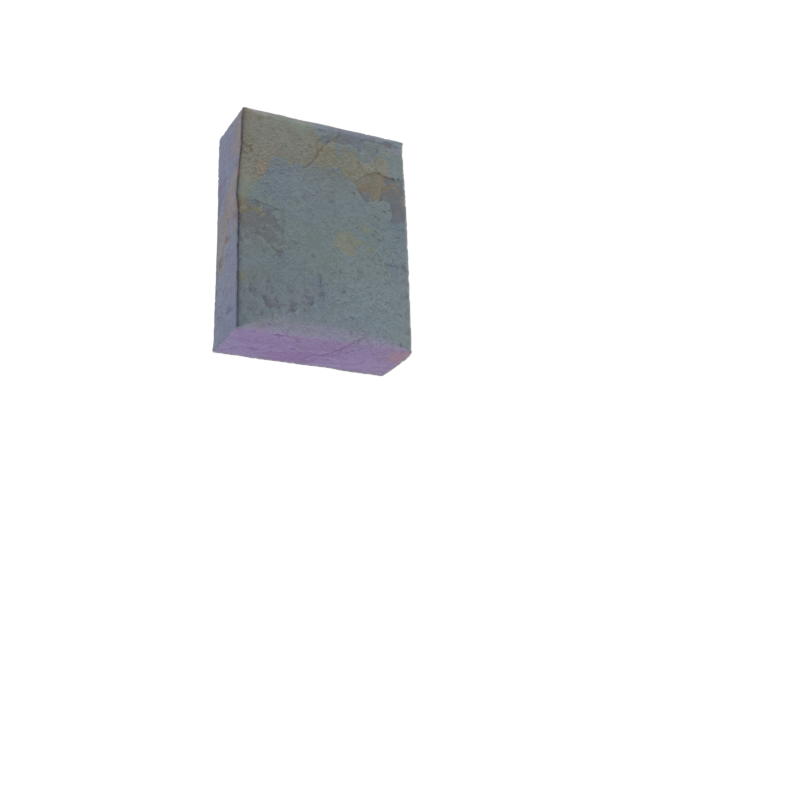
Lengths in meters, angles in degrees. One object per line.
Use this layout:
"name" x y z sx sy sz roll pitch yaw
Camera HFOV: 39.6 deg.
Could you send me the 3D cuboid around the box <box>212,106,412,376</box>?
"box" -0.077 -0.140 0.980 0.158 0.226 0.070 8 -26 -22
